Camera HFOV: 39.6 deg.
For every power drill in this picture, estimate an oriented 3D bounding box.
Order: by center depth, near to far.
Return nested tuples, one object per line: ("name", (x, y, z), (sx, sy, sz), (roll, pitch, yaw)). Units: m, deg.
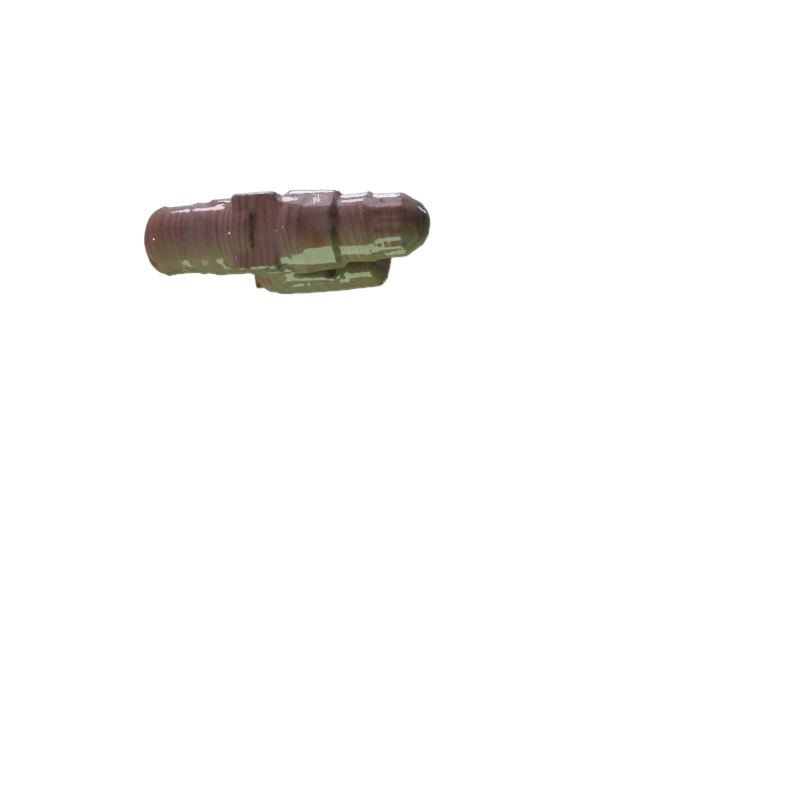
("power drill", (-0.060, -0.109, 0.764), (0.188, 0.058, 0.183), (0, 0, 13))
